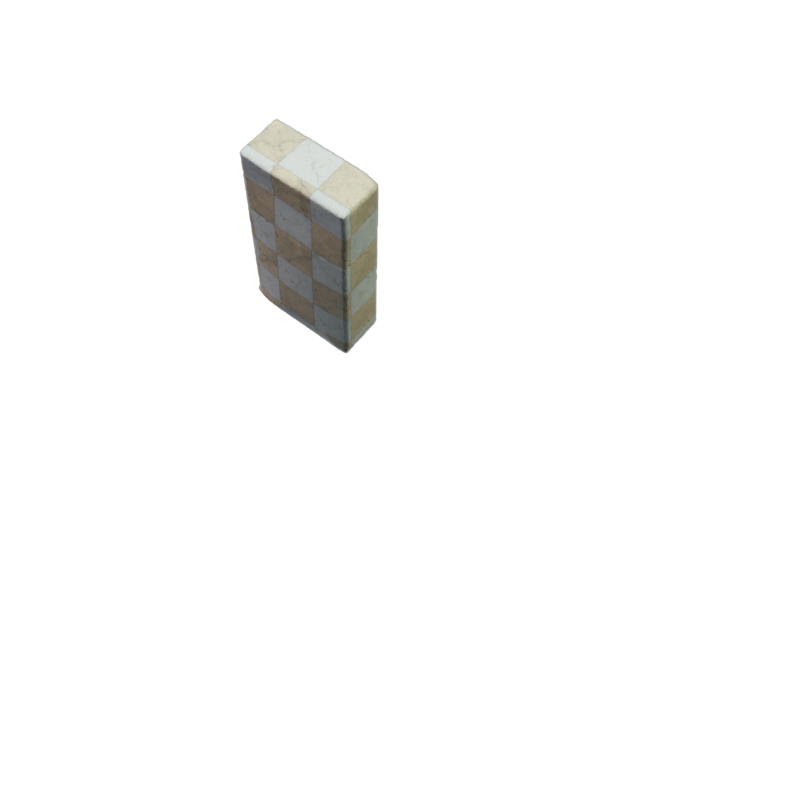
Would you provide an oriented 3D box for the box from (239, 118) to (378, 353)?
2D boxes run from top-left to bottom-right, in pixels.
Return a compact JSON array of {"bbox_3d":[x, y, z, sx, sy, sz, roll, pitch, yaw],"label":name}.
[{"bbox_3d":[-0.062,-0.114,0.800,0.098,0.049,0.165,36,-27,18],"label":"box"}]
